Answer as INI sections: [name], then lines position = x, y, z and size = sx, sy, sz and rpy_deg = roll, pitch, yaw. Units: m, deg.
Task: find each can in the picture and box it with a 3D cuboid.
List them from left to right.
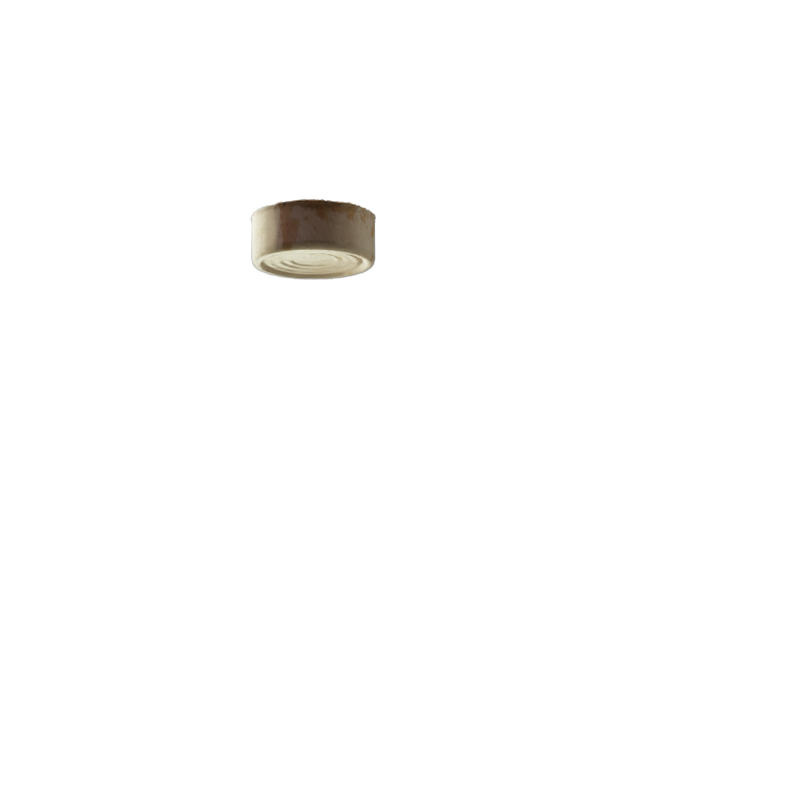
[can]
position = -0.059, -0.108, 0.755
size = 0.086, 0.035, 0.083
rpy_deg = 0, -9, -2
